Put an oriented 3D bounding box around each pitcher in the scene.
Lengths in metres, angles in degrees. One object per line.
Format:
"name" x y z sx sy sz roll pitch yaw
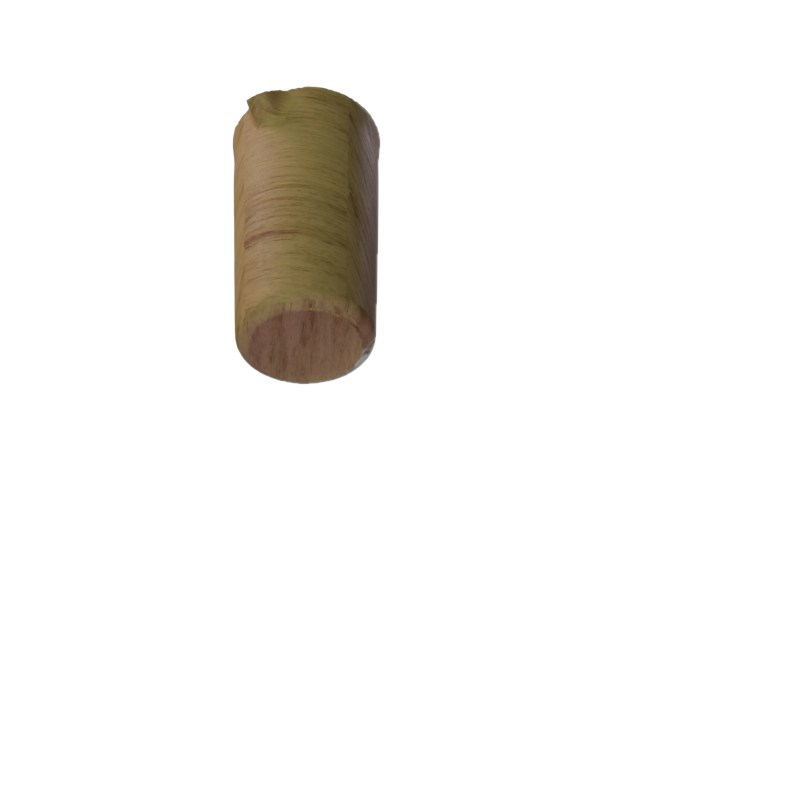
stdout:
"pitcher" -0.073 -0.133 0.928 0.146 0.261 0.138 9 -42 -14
